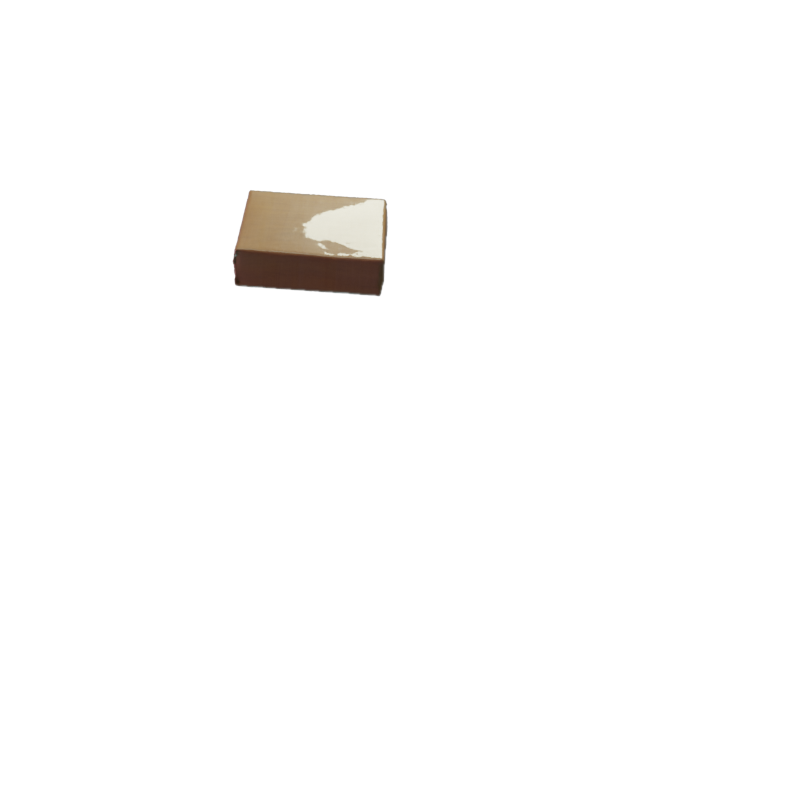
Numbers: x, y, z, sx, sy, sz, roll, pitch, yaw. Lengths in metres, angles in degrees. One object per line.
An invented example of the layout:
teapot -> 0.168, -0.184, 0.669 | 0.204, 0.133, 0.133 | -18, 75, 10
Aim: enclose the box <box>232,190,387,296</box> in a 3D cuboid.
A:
box -> -0.067, -0.122, 0.852 | 0.114, 0.036, 0.096 | 2, 36, 2
